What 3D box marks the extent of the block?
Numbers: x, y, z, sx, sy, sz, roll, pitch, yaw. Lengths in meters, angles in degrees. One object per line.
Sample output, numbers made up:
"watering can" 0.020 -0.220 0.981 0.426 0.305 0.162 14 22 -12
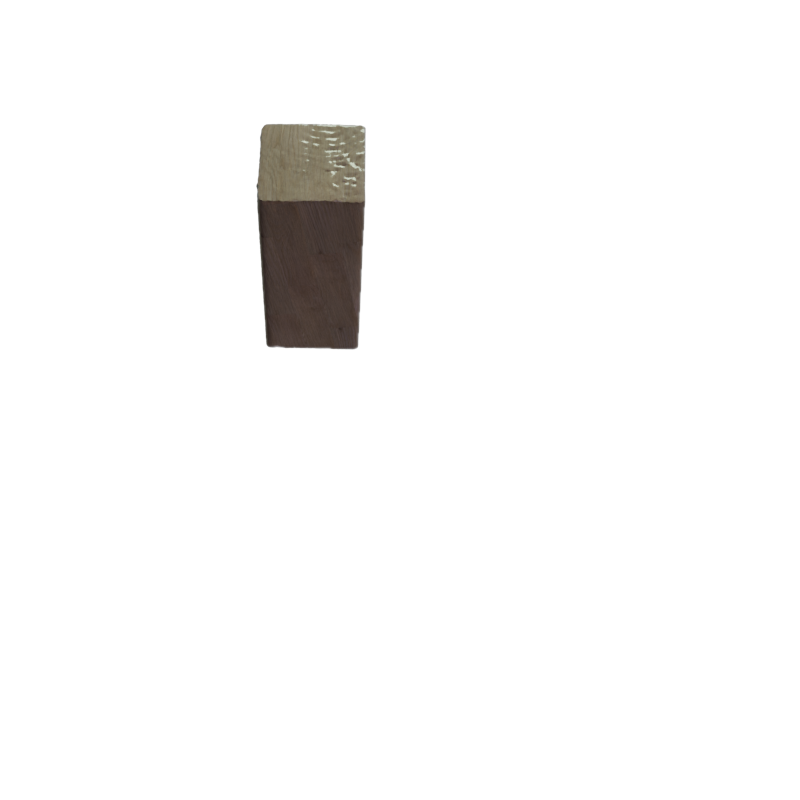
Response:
"block" -0.078 -0.142 0.991 0.090 0.097 0.193 2 -35 -3
